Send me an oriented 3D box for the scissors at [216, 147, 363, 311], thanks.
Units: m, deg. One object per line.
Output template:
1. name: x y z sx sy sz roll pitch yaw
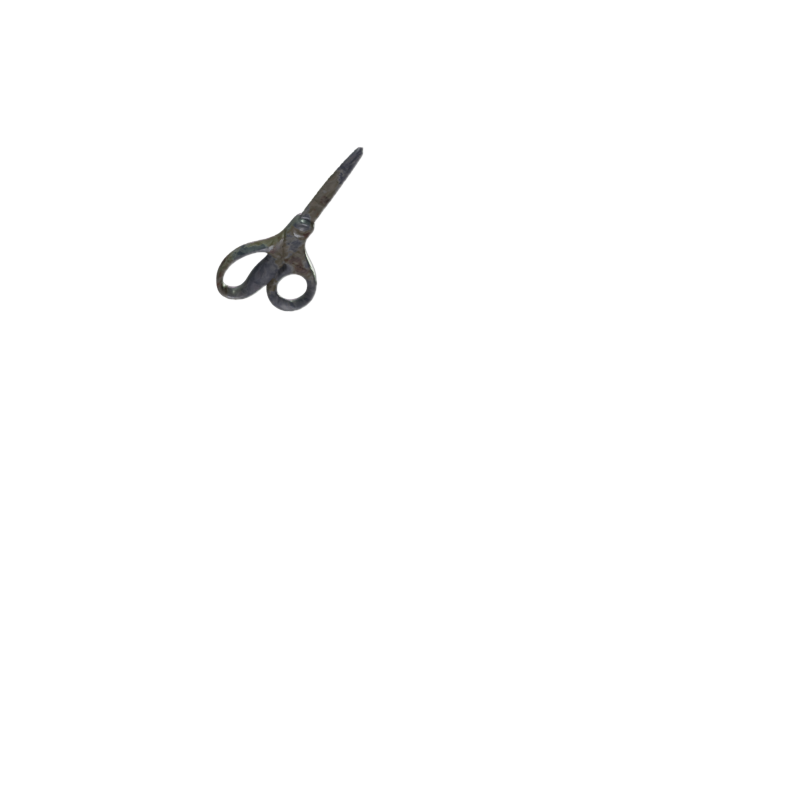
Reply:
1. scissors: -0.073 -0.134 0.938 0.200 0.017 0.090 -31 -49 31
